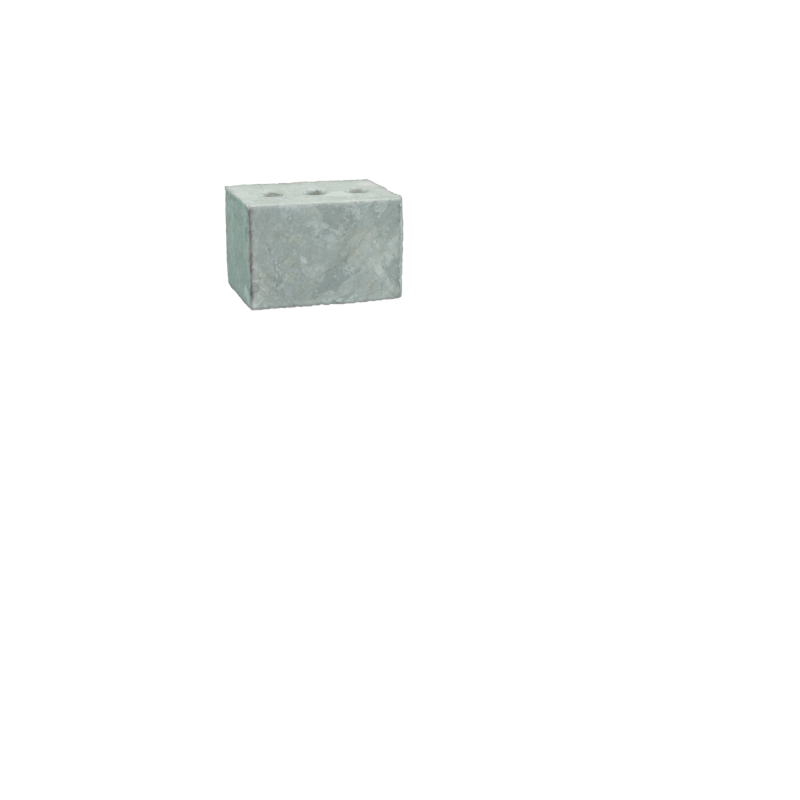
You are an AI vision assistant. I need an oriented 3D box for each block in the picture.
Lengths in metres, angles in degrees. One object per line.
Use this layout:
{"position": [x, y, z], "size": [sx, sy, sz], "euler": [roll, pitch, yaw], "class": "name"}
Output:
{"position": [-0.042, -0.077, 0.541], "size": [0.076, 0.049, 0.056], "euler": [-5, 18, -17], "class": "block"}
